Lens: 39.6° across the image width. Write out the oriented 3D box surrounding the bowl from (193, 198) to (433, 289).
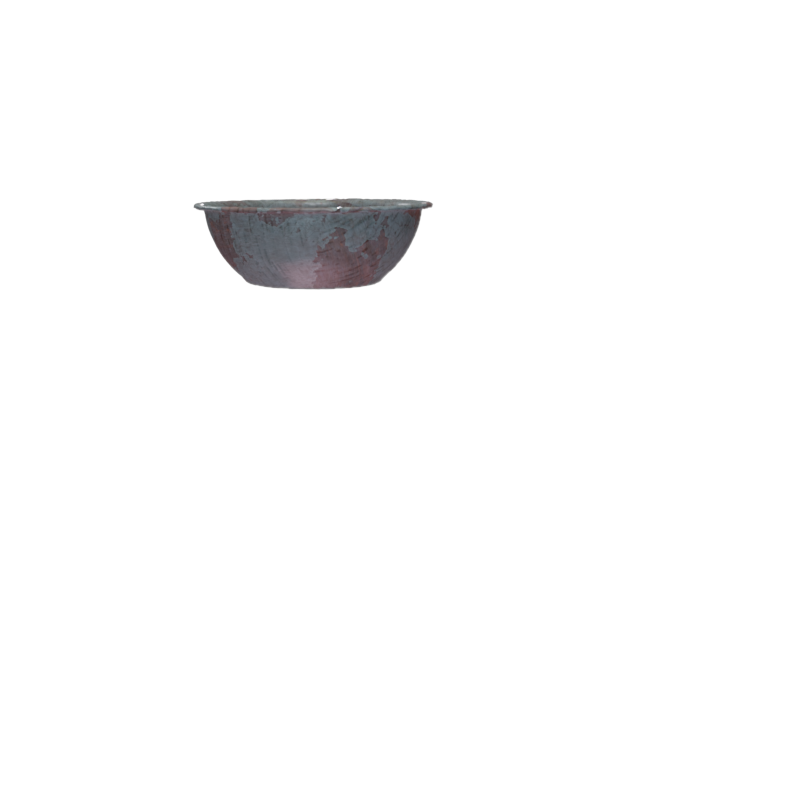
[{"bbox_3d":[-0.059,-0.107,0.753,0.162,0.054,0.166,0,12,-2],"label":"bowl"}]
